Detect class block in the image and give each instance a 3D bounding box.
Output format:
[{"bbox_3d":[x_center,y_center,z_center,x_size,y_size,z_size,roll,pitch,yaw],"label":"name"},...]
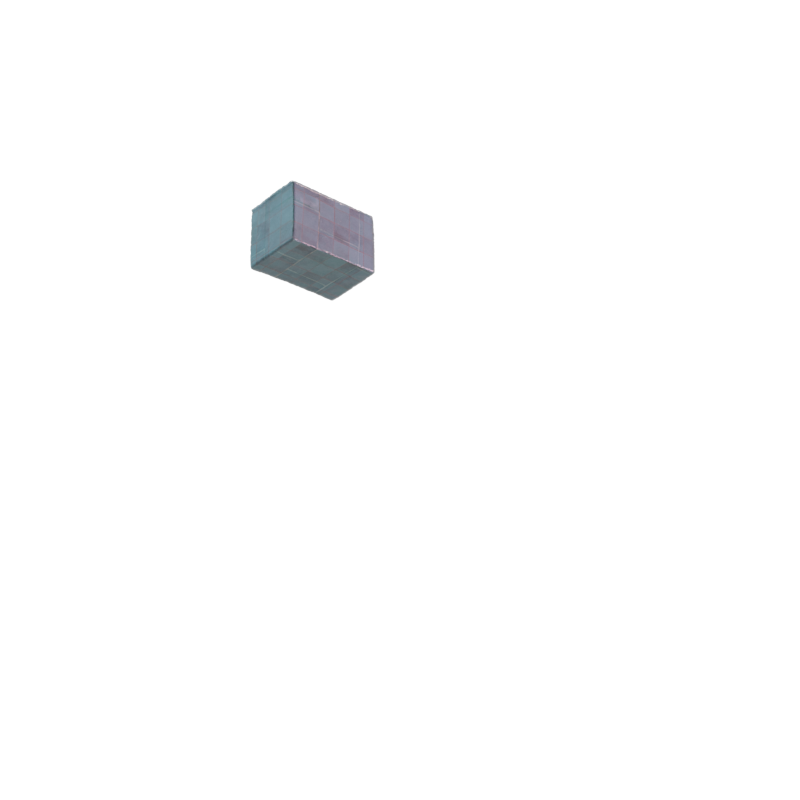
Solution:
[{"bbox_3d":[-0.064,-0.116,0.812,0.073,0.055,0.052,21,-36,-35],"label":"block"}]
